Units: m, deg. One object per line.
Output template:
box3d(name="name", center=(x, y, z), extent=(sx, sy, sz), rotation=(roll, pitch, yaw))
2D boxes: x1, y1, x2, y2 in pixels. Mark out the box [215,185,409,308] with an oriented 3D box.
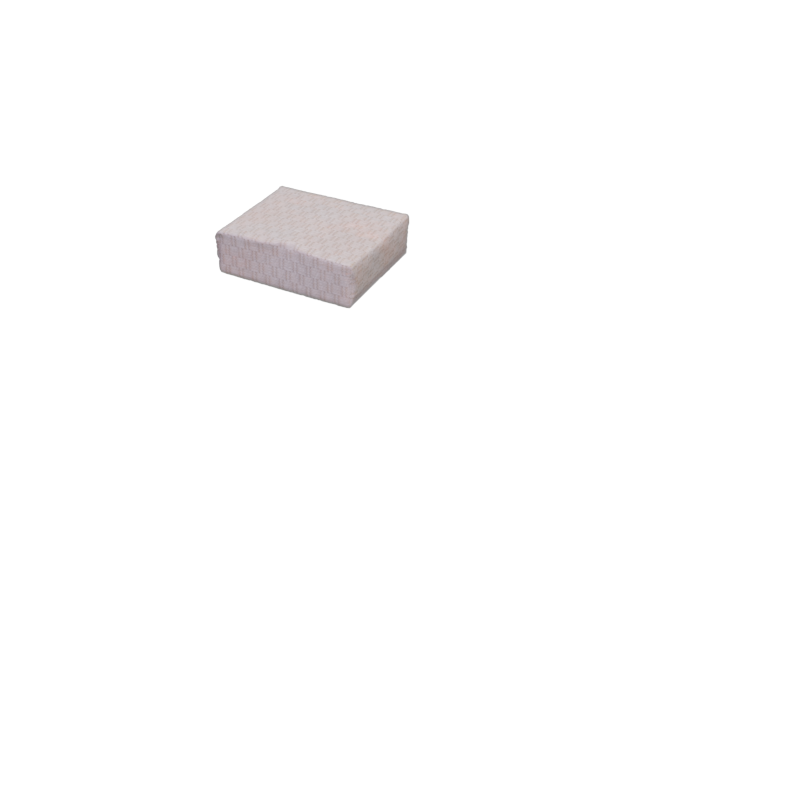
box3d(name="box", center=(-0.050, -0.092, 0.641), extent=(0.093, 0.028, 0.074), rotation=(17, 36, 23))
